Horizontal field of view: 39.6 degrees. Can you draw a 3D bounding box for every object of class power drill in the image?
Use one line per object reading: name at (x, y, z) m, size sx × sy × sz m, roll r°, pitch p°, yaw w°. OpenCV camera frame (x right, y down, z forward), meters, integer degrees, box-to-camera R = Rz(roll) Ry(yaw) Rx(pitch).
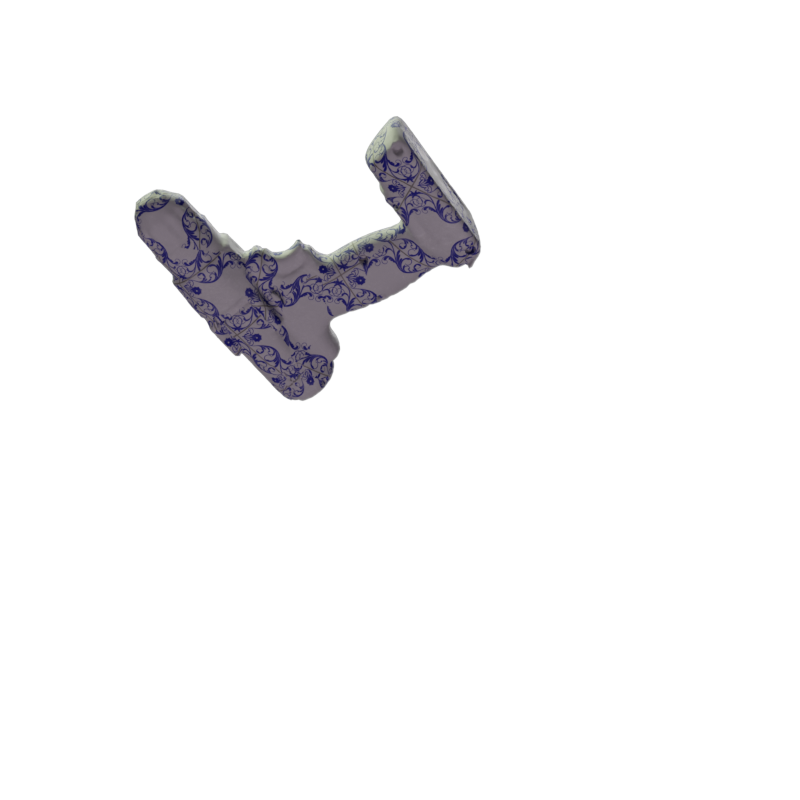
power drill at (-0.057, -0.105, 0.733) m, size 0.187 × 0.174 × 0.061 m, roll -32°, pitch 27°, yaw 18°
